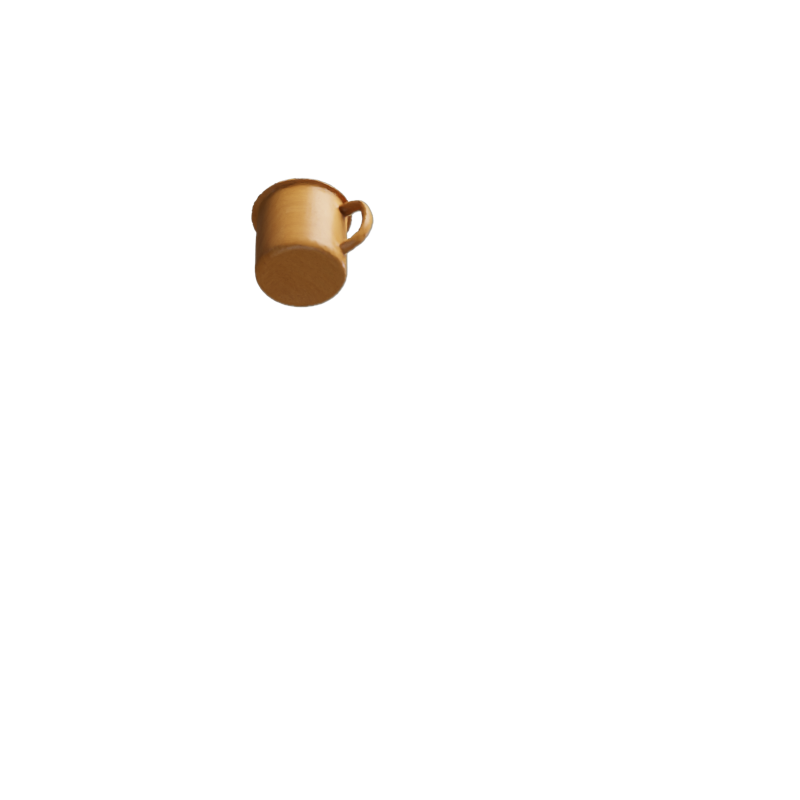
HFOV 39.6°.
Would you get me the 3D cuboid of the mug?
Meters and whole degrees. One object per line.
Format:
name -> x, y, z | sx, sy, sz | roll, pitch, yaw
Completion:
mug -> -0.077, -0.141, 0.986 | 0.118, 0.087, 0.086 | -18, -45, 17
